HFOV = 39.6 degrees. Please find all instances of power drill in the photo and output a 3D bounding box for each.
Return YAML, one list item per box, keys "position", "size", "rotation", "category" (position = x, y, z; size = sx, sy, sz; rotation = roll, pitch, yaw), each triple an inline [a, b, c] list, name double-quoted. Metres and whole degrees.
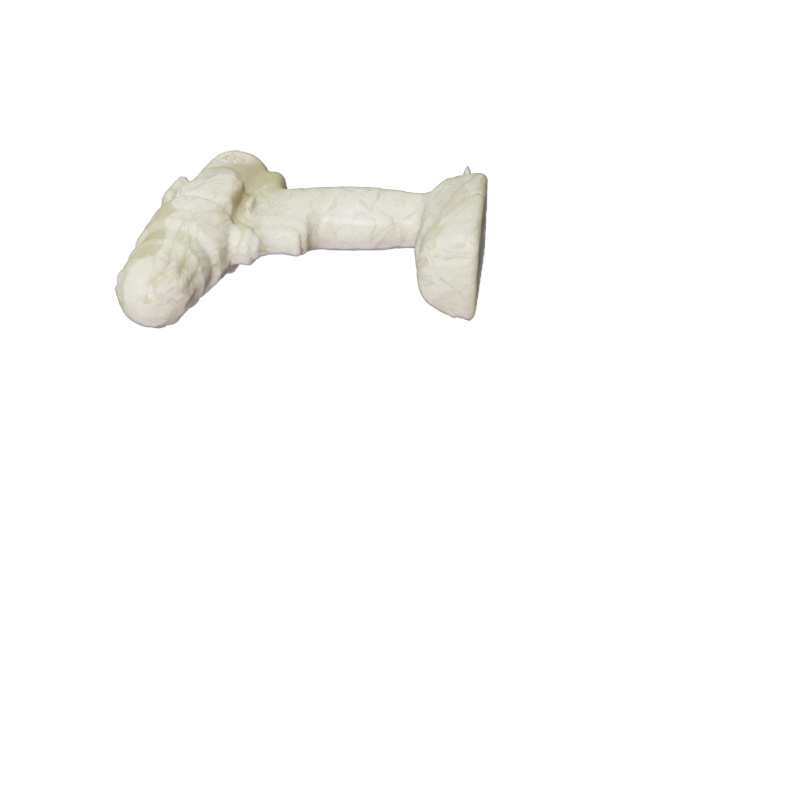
- position: [-0.048, -0.088, 0.618]
  size: [0.191, 0.054, 0.193]
  rotation: [6, 33, 9]
  category: "power drill"
